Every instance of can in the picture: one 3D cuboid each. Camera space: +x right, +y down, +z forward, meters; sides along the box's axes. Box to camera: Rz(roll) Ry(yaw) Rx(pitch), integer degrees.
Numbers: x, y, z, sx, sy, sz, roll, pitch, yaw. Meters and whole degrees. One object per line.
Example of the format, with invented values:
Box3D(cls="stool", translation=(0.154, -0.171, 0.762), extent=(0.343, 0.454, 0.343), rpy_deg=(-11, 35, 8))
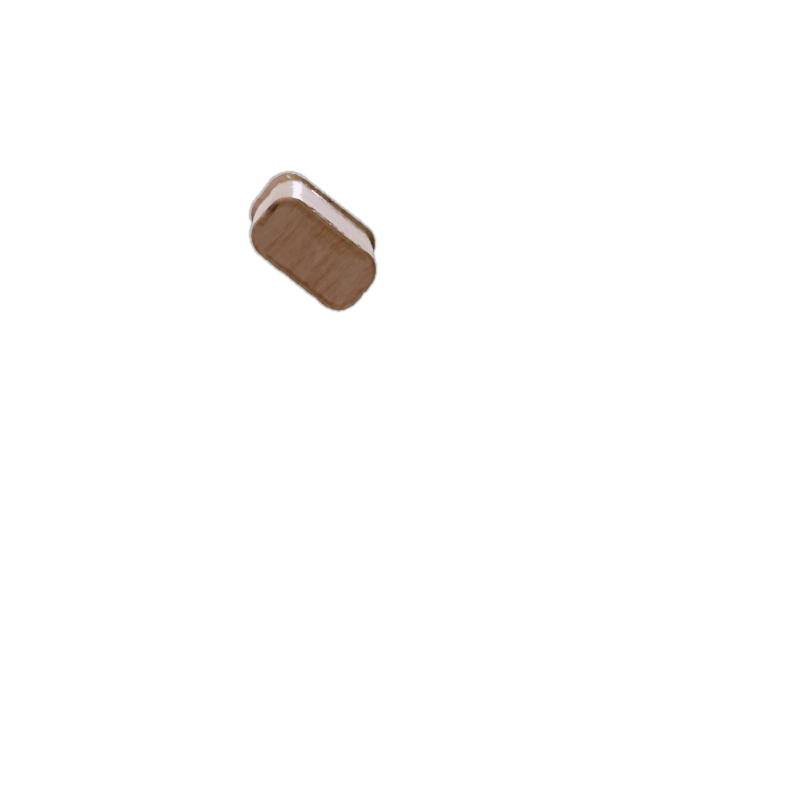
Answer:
Box3D(cls="can", translation=(-0.066, -0.121, 0.847), extent=(0.099, 0.057, 0.087), rpy_deg=(37, 13, -12))
